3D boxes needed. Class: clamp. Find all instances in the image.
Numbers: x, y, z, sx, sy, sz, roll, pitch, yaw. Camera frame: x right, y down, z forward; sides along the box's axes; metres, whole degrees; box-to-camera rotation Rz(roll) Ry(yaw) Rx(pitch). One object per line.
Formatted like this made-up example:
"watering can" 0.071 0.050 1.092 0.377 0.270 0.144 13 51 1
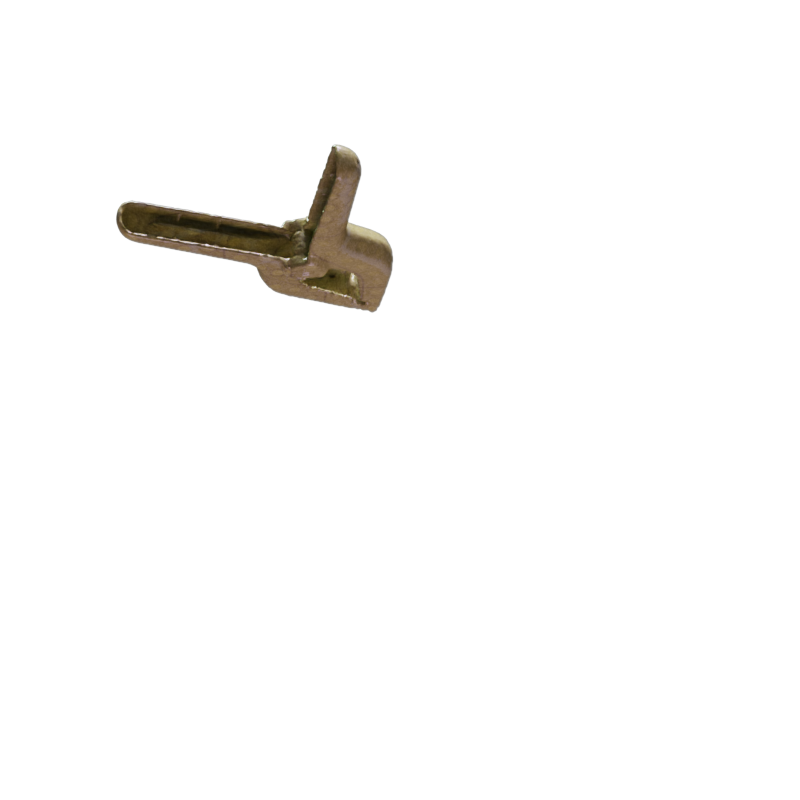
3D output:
"clamp" -0.057 -0.103 0.725 0.168 0.038 0.196 -11 -20 31
